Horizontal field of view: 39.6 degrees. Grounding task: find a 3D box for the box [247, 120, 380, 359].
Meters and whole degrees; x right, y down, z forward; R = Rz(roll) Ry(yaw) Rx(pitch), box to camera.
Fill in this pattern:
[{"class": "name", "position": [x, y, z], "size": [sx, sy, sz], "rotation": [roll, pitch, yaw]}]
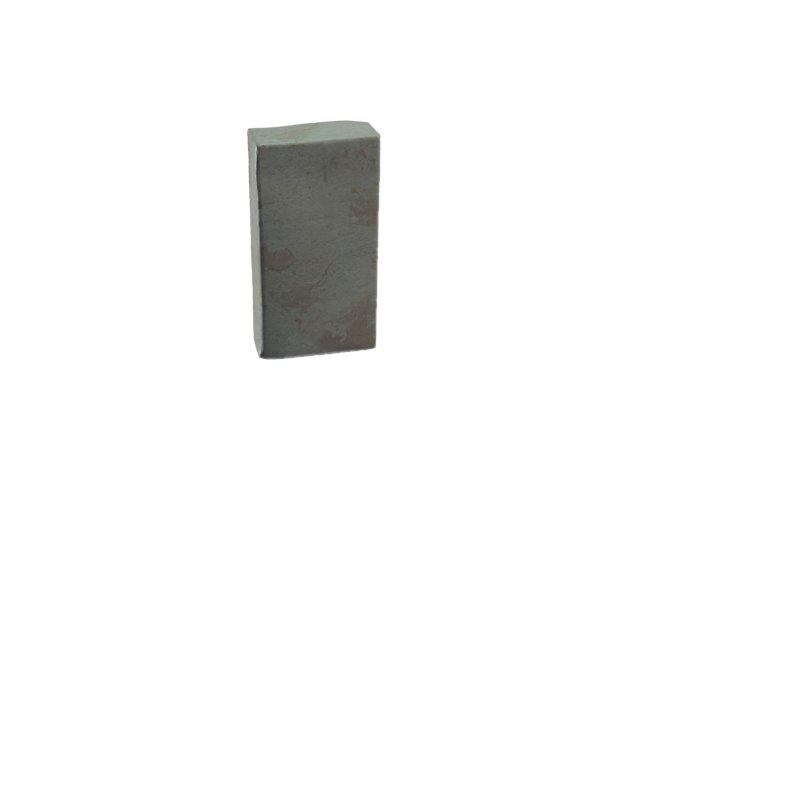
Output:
[{"class": "box", "position": [-0.065, -0.118, 0.829], "size": [0.092, 0.167, 0.051], "rotation": [-5, 25, -14]}]
